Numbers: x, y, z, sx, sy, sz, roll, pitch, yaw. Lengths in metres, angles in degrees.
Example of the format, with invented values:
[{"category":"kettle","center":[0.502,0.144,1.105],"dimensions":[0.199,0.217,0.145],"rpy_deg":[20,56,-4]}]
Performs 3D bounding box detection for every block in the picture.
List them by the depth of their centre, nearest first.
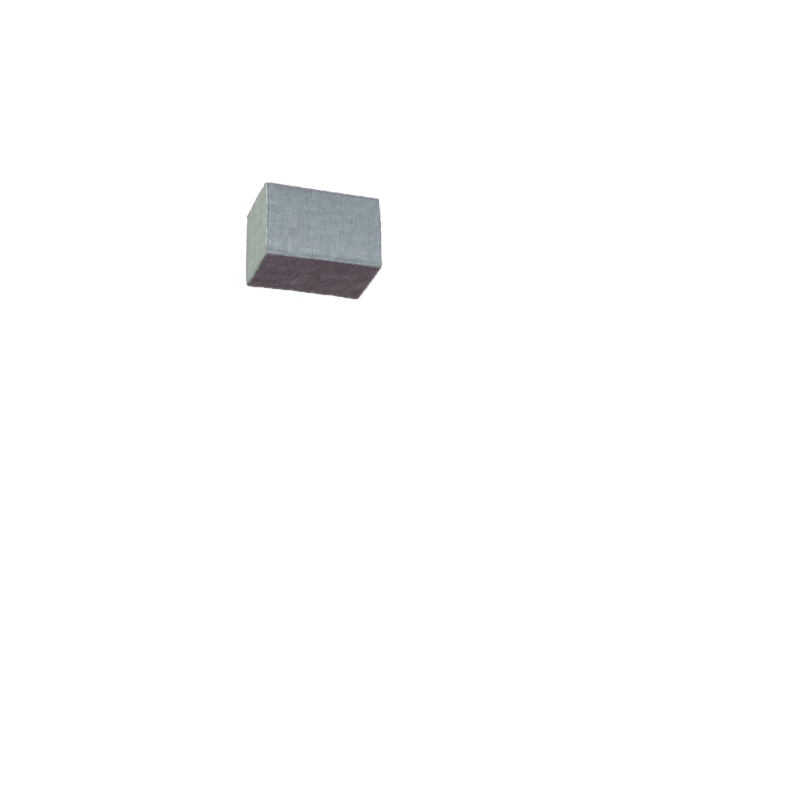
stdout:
[{"category":"block","center":[-0.056,-0.102,0.713],"dimensions":[0.076,0.054,0.051],"rpy_deg":[7,-24,-17]}]
